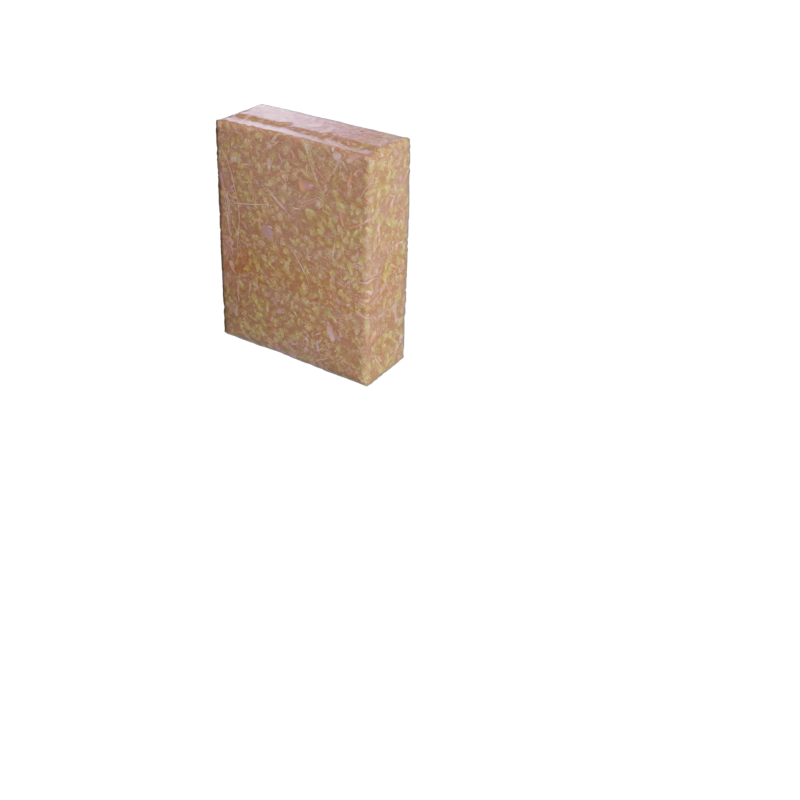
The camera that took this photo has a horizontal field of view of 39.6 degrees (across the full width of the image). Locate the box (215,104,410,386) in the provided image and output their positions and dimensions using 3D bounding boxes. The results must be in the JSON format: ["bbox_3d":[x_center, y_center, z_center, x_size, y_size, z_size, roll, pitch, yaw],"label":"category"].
[{"bbox_3d":[-0.077,-0.140,0.977,0.173,0.202,0.072,20,32,30],"label":"box"}]
